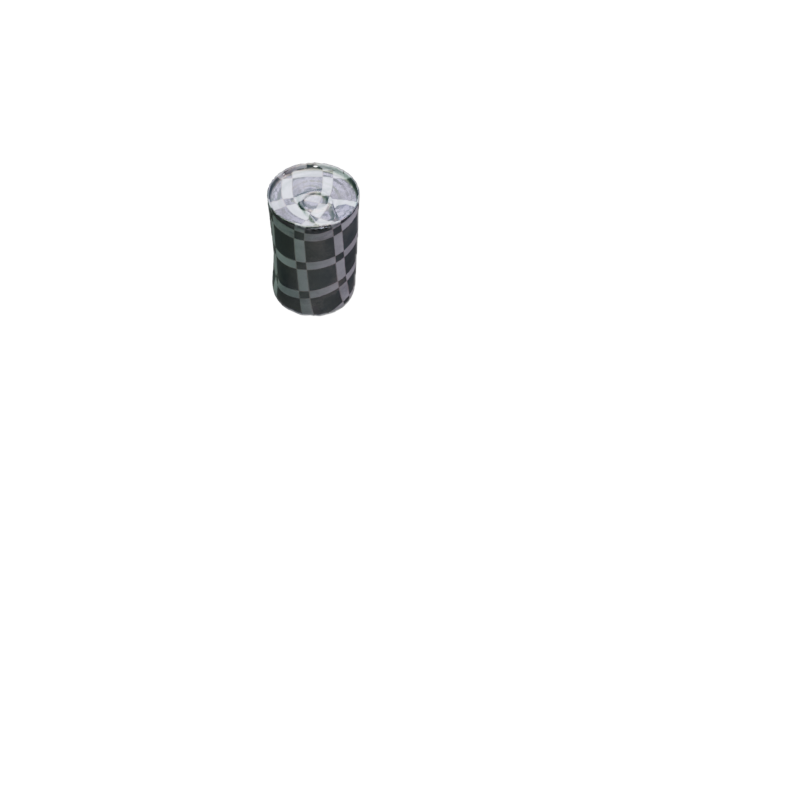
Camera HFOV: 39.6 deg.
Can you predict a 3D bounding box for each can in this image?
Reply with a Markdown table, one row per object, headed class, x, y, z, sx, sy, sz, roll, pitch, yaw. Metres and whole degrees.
| class | x | y | z | sx | sy | sz | roll | pitch | yaw |
| --- | --- | --- | --- | --- | --- | --- | --- | --- | --- |
| can | -0.066 | -0.121 | 0.844 | 0.068 | 0.074 | 0.095 | 0 | -40 | -3 |
